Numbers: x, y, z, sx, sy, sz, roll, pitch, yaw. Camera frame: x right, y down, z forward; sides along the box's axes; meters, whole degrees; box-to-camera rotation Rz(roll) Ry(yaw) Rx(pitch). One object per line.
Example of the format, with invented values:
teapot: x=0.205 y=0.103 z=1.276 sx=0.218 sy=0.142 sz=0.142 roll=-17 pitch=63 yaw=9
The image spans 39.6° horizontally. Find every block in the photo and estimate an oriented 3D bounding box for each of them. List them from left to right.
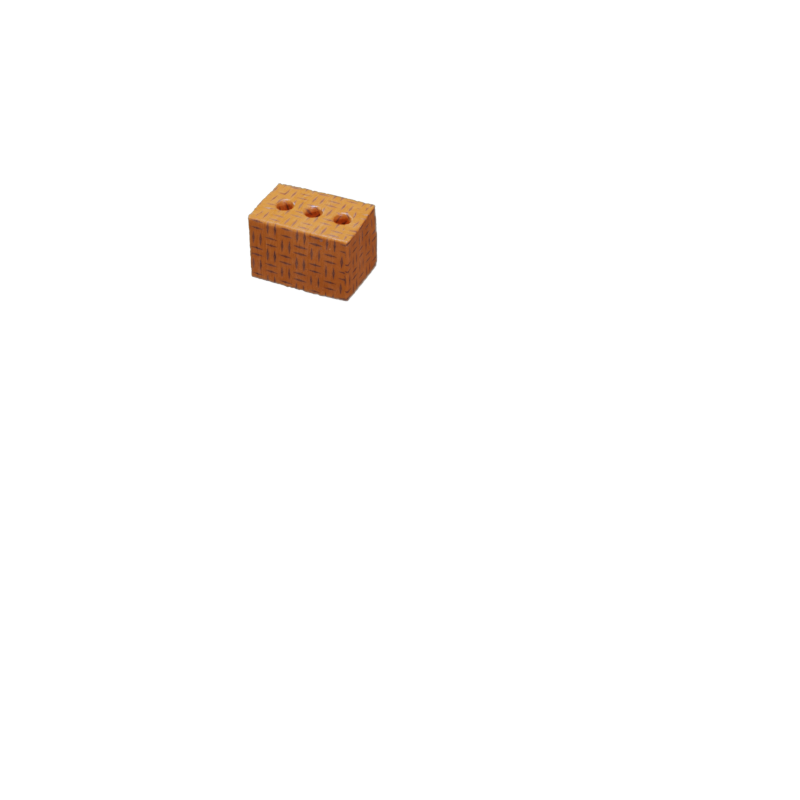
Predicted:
block: x=-0.061 y=-0.111 z=0.778 sx=0.081 sy=0.048 sz=0.054 roll=15 pitch=39 yaw=18
